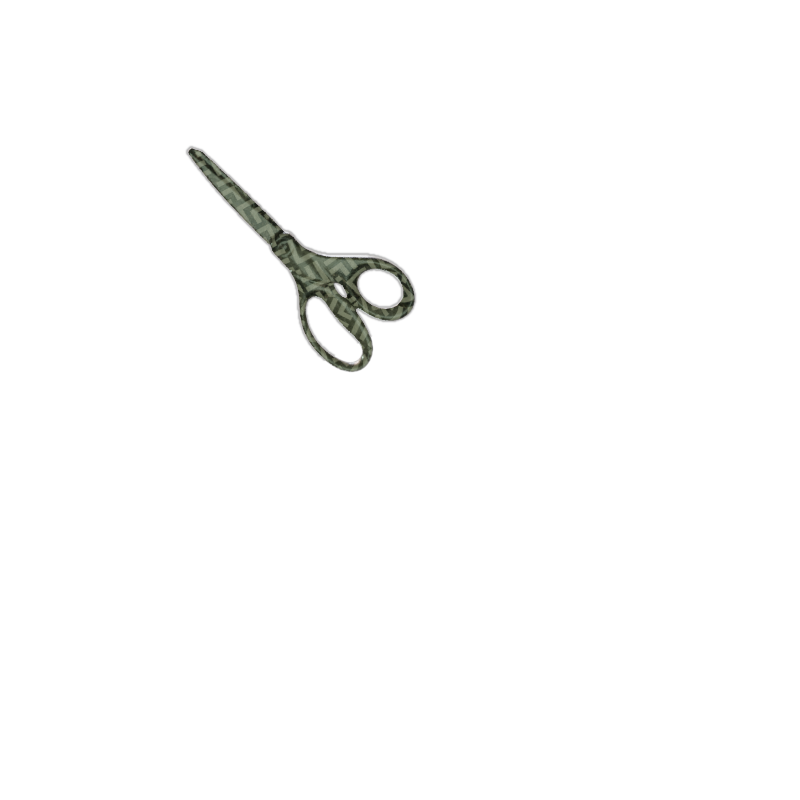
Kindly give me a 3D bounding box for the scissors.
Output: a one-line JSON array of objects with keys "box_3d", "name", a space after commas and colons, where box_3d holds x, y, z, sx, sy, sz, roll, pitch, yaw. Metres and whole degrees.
[{"box_3d": [-0.062, -0.114, 0.798, 0.096, 0.196, 0.016, -28, 11, 6], "name": "scissors"}]
